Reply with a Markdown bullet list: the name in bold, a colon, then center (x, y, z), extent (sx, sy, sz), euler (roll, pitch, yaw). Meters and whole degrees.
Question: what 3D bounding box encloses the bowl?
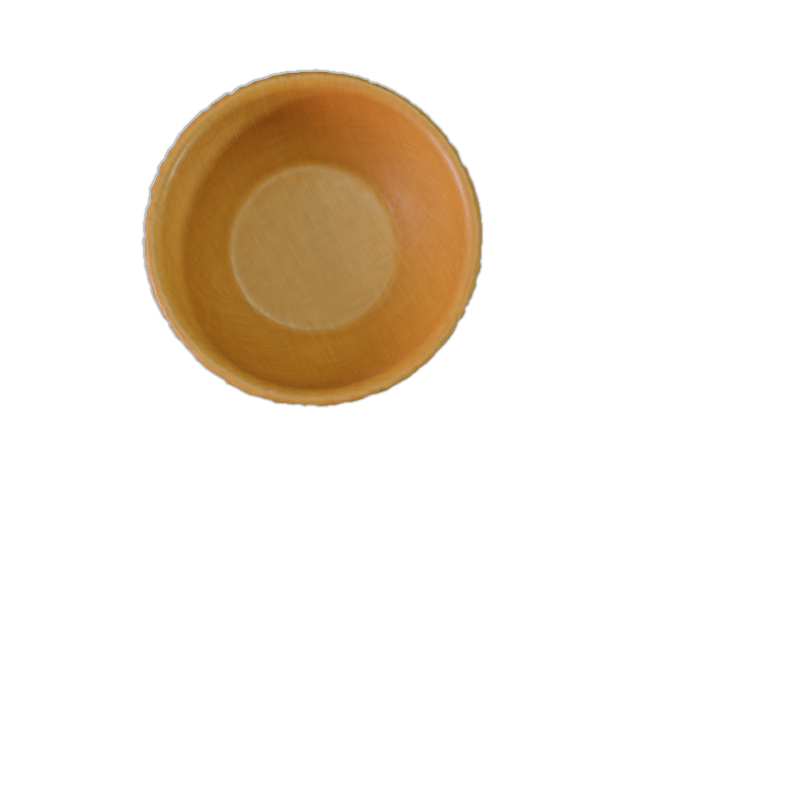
- **bowl**: center (-0.043, -0.079, 0.553), extent (0.162, 0.165, 0.054), euler (0, -6, 0)
